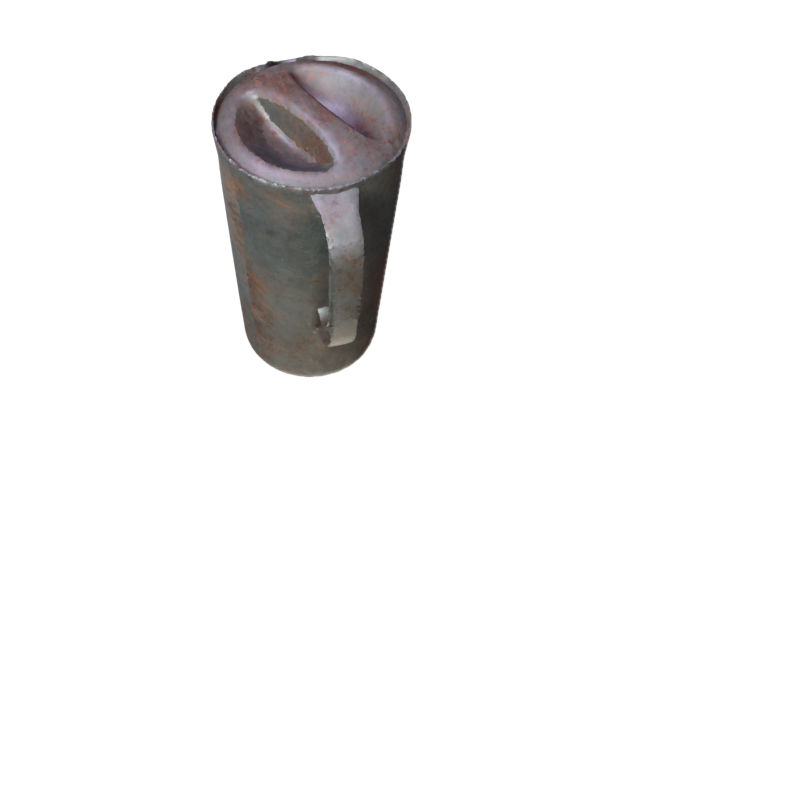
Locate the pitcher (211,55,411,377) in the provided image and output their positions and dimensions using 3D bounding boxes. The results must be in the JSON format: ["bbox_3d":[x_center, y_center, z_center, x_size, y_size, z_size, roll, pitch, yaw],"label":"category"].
[{"bbox_3d":[-0.064,-0.116,0.813,0.150,0.154,0.227,25,-34,15],"label":"pitcher"}]
